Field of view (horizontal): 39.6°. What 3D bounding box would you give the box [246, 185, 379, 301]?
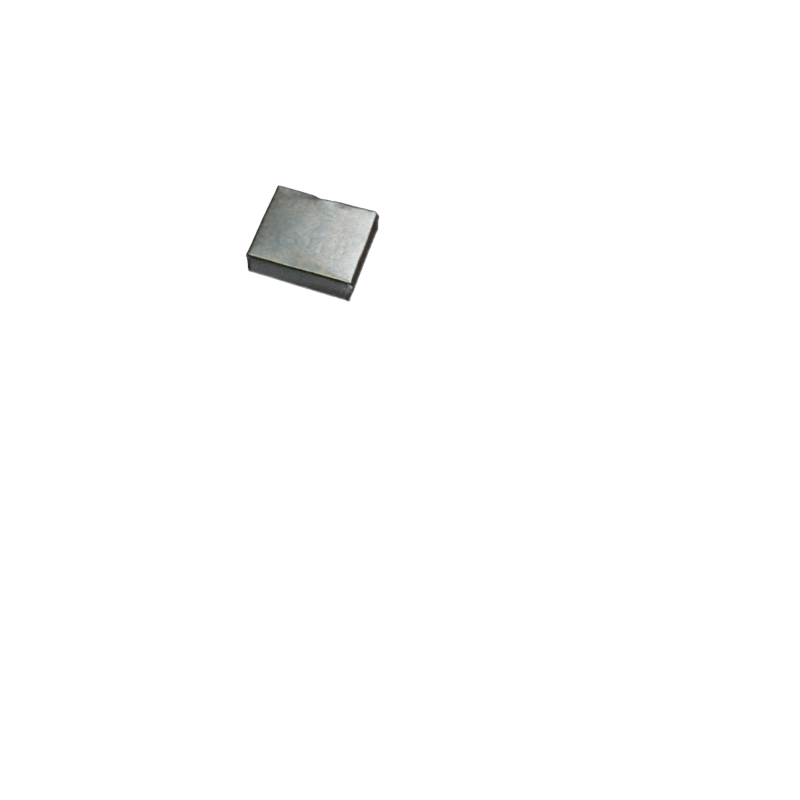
[{"bbox_3d":[-0.070,-0.127,0.891,0.091,0.076,0.028,16,-30,9],"label":"box"}]
